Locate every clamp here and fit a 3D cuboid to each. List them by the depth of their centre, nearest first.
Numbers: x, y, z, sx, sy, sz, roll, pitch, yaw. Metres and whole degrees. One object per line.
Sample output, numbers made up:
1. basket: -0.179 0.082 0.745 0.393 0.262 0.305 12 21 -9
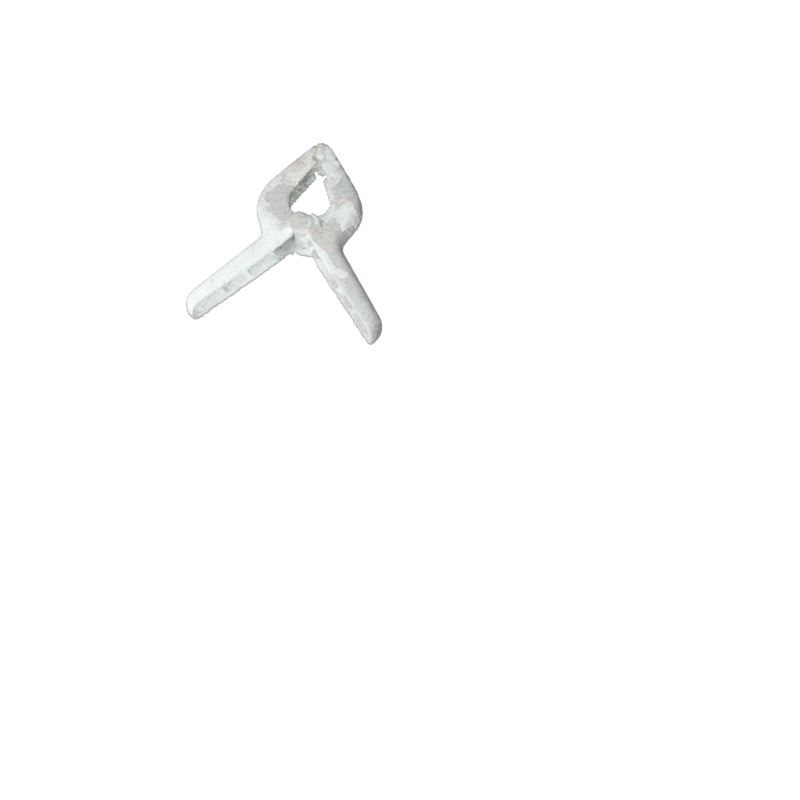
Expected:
1. clamp: -0.076 -0.139 0.971 0.168 0.221 0.034 13 -35 9
